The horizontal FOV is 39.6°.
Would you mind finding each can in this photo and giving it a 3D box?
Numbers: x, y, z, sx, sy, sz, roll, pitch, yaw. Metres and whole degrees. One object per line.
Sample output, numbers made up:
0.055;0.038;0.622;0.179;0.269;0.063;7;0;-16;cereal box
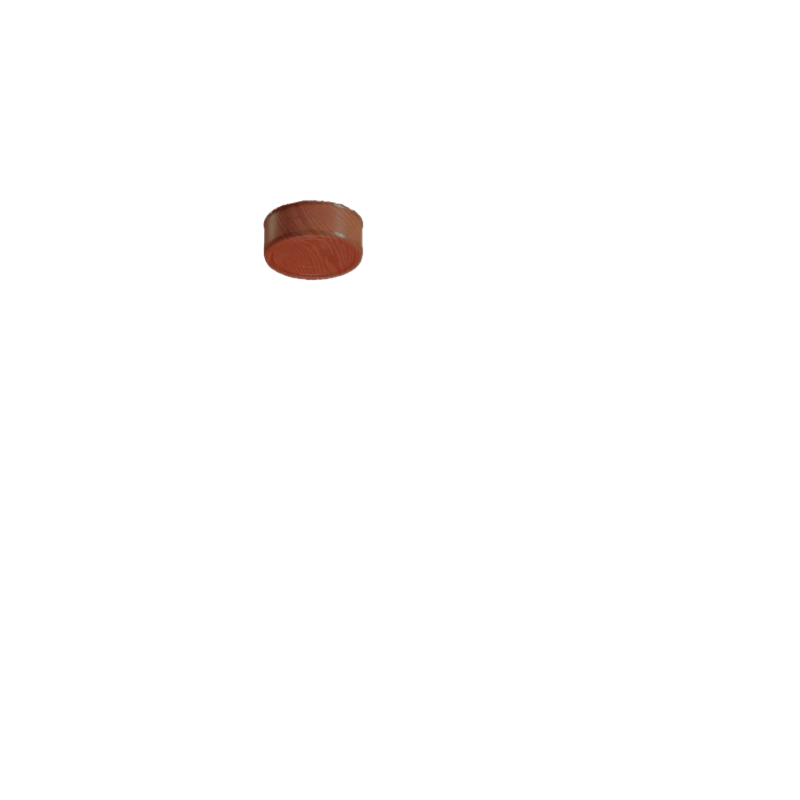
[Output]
-0.074;-0.135;0.944;0.086;0.035;0.081;0;-22;-2;can
